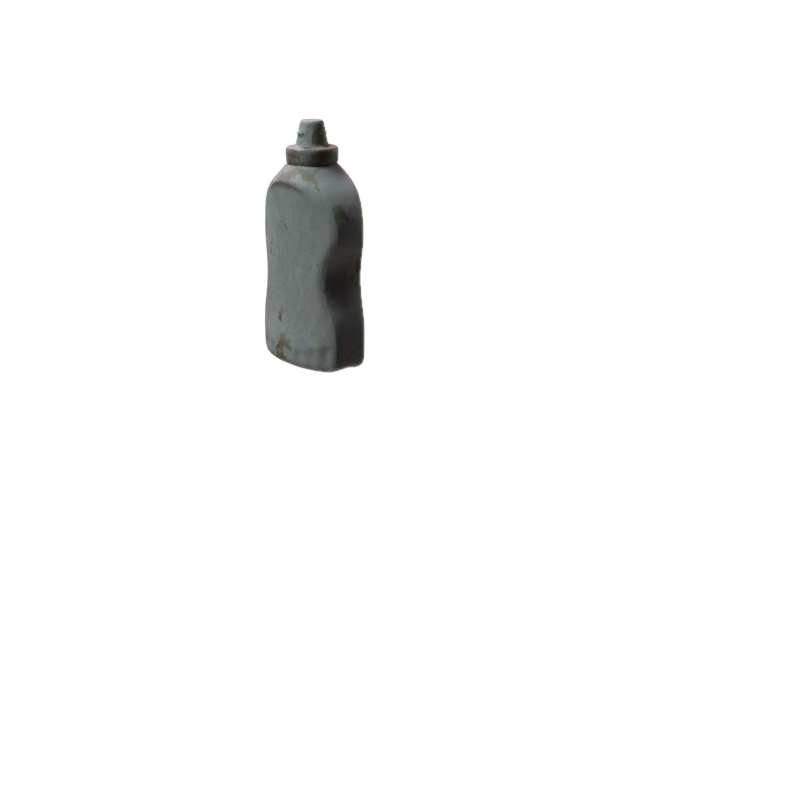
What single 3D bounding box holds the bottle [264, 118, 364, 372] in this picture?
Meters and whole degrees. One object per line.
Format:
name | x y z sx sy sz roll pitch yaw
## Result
bottle | -0.069 -0.124 0.871 0.057 0.186 0.102 -8 16 -37
